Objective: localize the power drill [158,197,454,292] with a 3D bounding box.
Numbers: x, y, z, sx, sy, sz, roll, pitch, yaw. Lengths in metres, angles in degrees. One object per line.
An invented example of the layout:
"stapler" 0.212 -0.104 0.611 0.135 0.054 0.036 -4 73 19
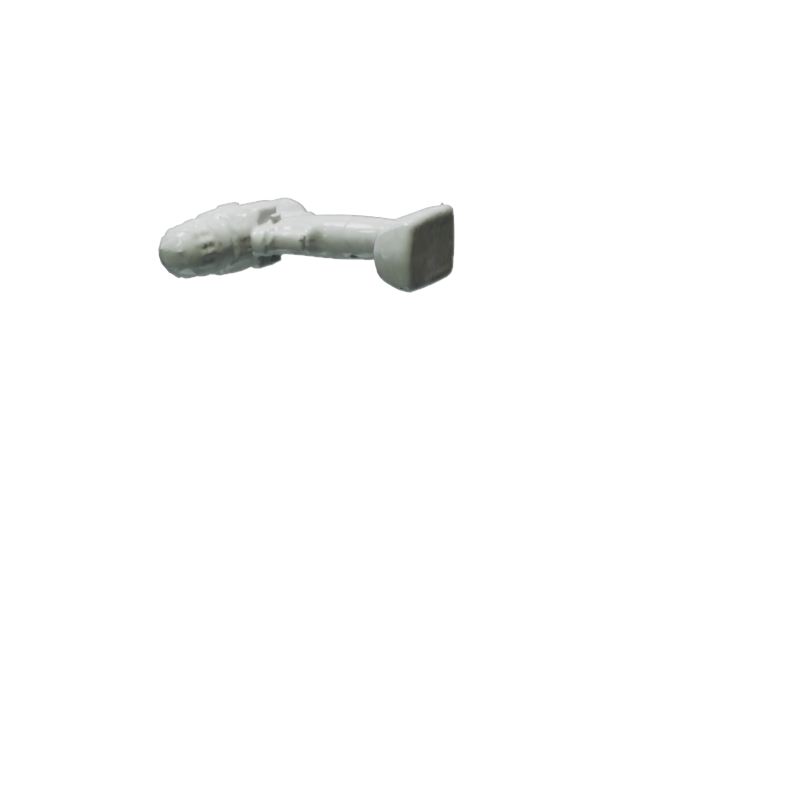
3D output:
"power drill" -0.066 -0.120 0.837 0.195 0.055 0.184 8 20 24
